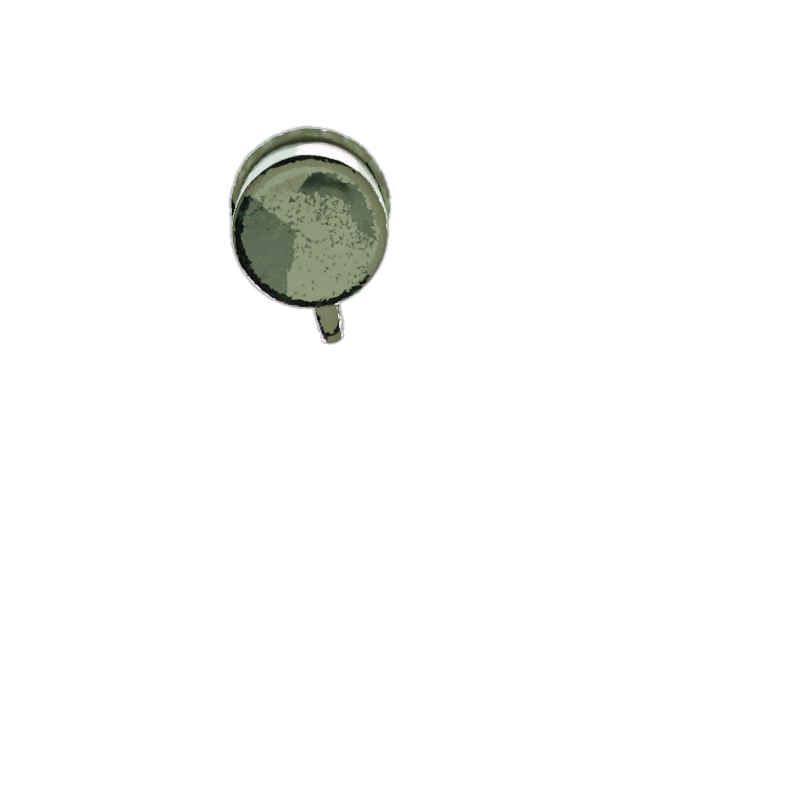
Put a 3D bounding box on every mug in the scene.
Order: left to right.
[{"bbox_3d":[-0.048,-0.087,0.608,0.093,0.113,0.084,-8,15,0],"label":"mug"}]
